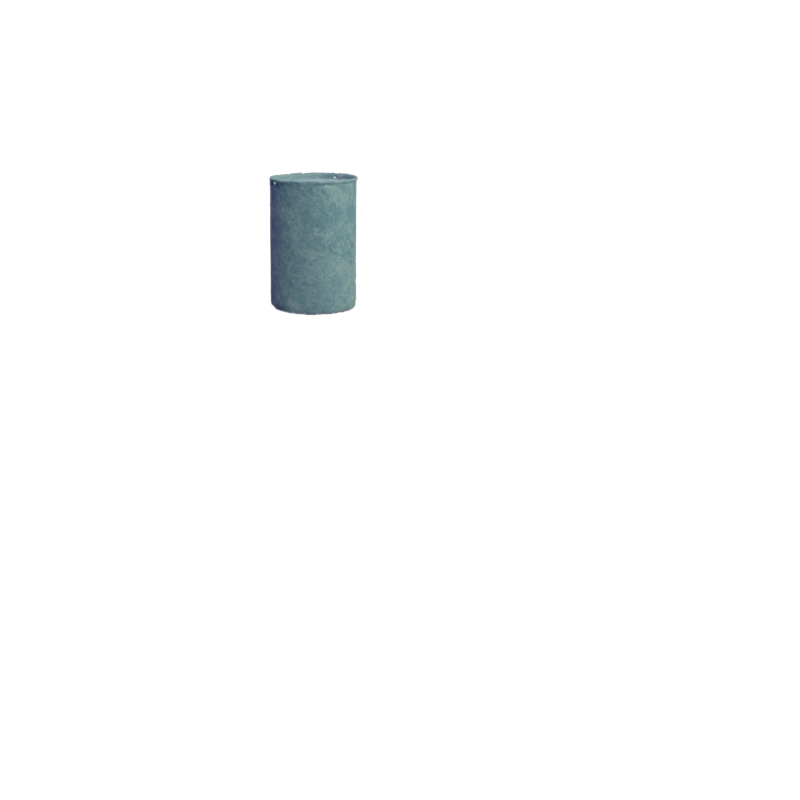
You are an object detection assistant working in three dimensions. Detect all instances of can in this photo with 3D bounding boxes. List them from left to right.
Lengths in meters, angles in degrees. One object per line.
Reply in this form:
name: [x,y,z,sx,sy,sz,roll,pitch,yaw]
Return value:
can: [-0.067,-0.123,0.859,0.068,0.100,0.070,0,11,-2]
